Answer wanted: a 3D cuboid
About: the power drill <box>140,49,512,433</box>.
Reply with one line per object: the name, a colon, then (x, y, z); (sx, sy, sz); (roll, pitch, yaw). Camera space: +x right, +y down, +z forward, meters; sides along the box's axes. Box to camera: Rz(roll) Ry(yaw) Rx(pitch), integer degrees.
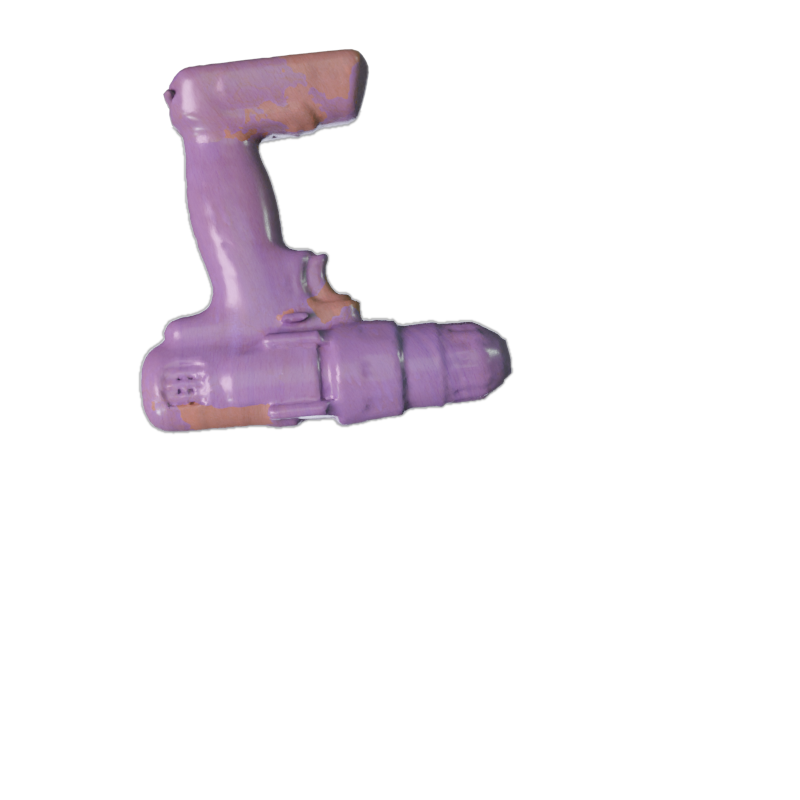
power drill: (-0.044, -0.081, 0.565); (0.184, 0.193, 0.056); (-6, -11, -1)
